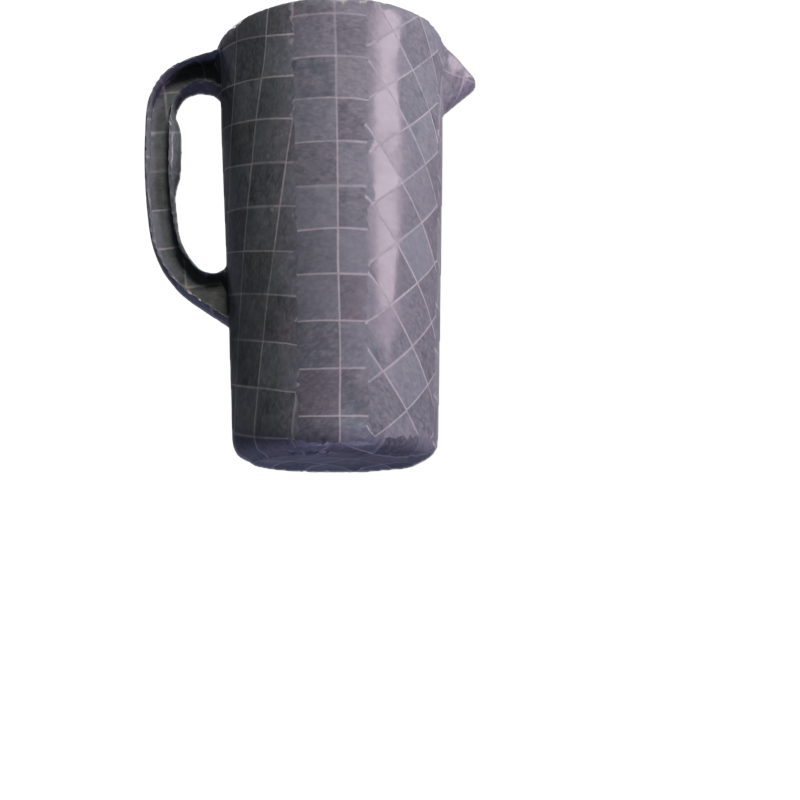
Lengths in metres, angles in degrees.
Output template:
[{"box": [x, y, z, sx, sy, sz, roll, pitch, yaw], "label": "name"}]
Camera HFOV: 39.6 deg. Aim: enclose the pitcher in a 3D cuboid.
[{"box": [-0.048, -0.088, 0.613, 0.152, 0.253, 0.136, -12, -19, 37], "label": "pitcher"}]
